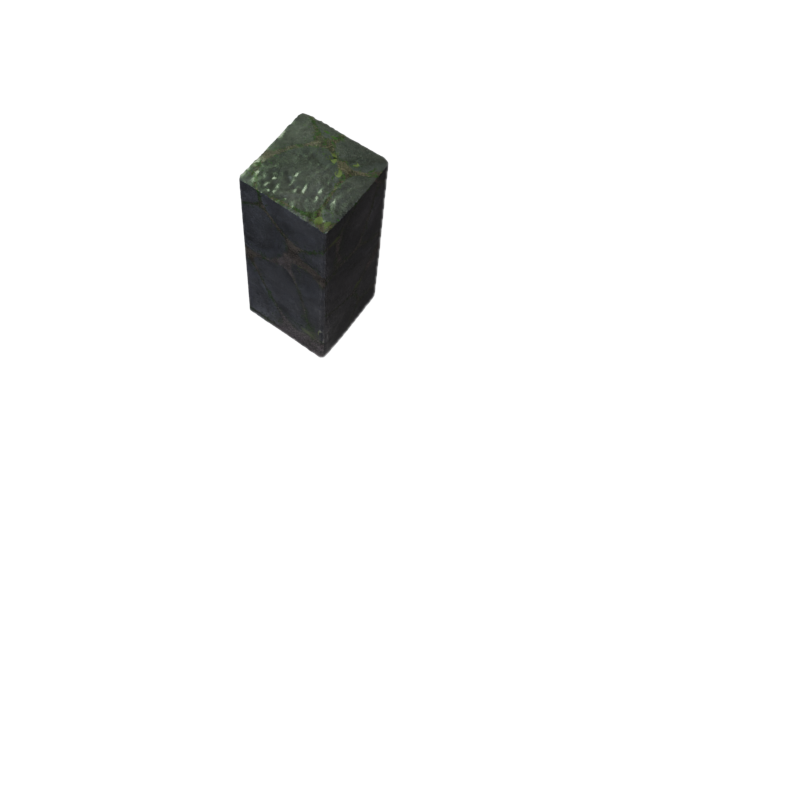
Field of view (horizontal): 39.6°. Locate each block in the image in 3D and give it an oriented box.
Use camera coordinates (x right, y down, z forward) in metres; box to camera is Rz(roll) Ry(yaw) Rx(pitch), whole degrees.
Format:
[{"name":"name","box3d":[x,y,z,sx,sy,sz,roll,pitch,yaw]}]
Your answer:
[{"name":"block","box3d":[-0.075,-0.138,0.967,0.094,0.092,0.194,33,-25,14]}]
